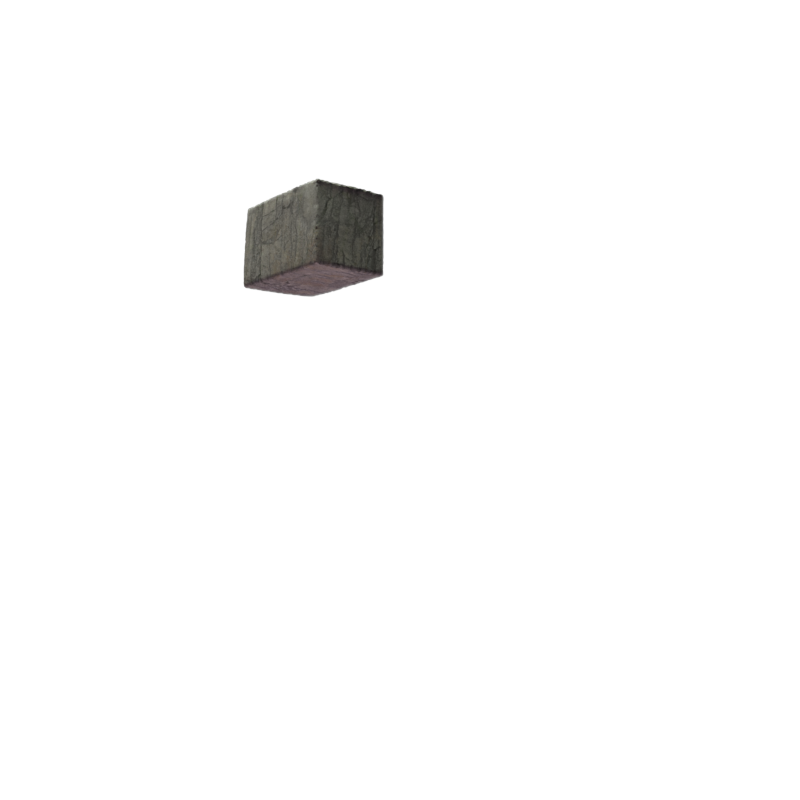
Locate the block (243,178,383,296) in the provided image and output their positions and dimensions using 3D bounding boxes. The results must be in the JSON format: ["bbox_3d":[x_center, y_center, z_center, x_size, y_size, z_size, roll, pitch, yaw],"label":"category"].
[{"bbox_3d":[-0.053,-0.097,0.677,0.050,0.053,0.079,9,-13,-38],"label":"block"}]
